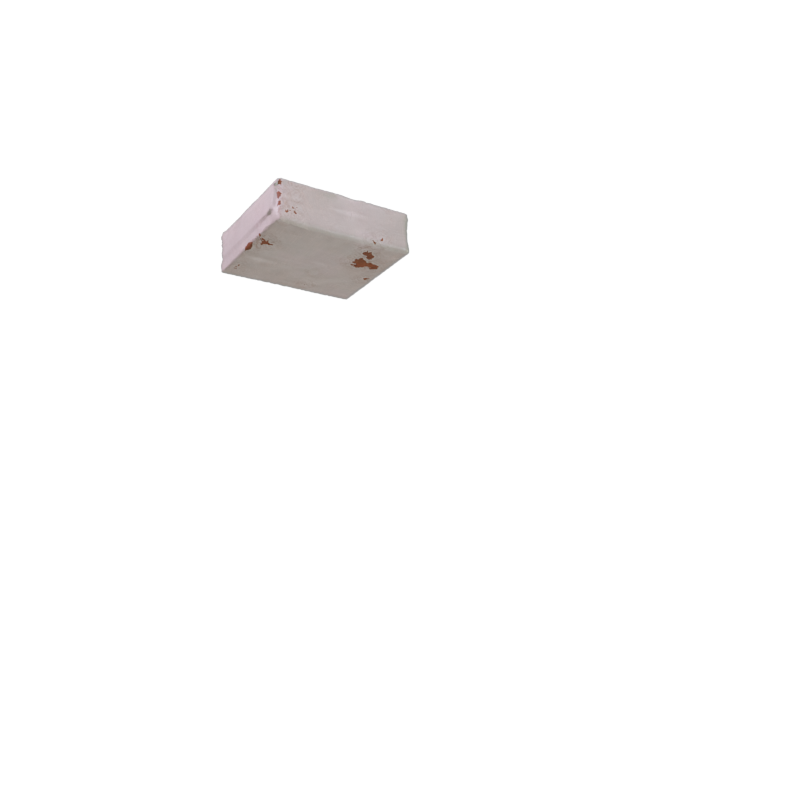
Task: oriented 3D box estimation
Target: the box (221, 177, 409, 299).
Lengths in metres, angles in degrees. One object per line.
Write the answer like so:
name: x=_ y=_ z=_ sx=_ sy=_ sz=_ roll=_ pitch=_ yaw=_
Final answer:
box: x=-0.051 y=-0.093 z=0.652 sx=0.085 sy=0.032 sz=0.072 roll=12 pitch=-26 yaw=-27
